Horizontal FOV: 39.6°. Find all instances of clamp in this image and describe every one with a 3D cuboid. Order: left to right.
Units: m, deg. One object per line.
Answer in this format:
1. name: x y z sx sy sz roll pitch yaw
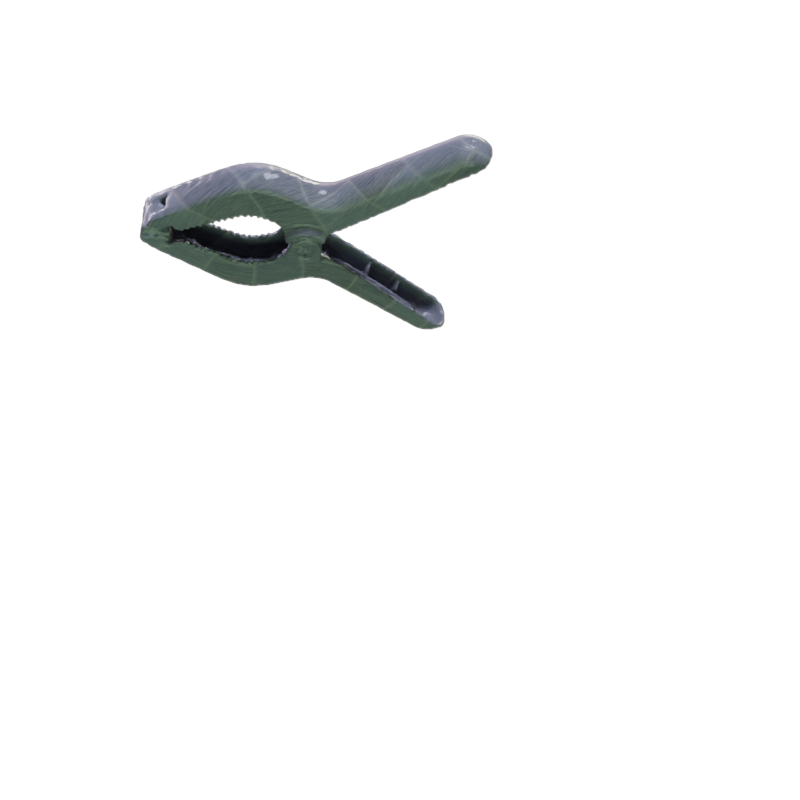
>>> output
1. clamp: -0.054 -0.099 0.694 0.210 0.039 0.153 0 -39 0
